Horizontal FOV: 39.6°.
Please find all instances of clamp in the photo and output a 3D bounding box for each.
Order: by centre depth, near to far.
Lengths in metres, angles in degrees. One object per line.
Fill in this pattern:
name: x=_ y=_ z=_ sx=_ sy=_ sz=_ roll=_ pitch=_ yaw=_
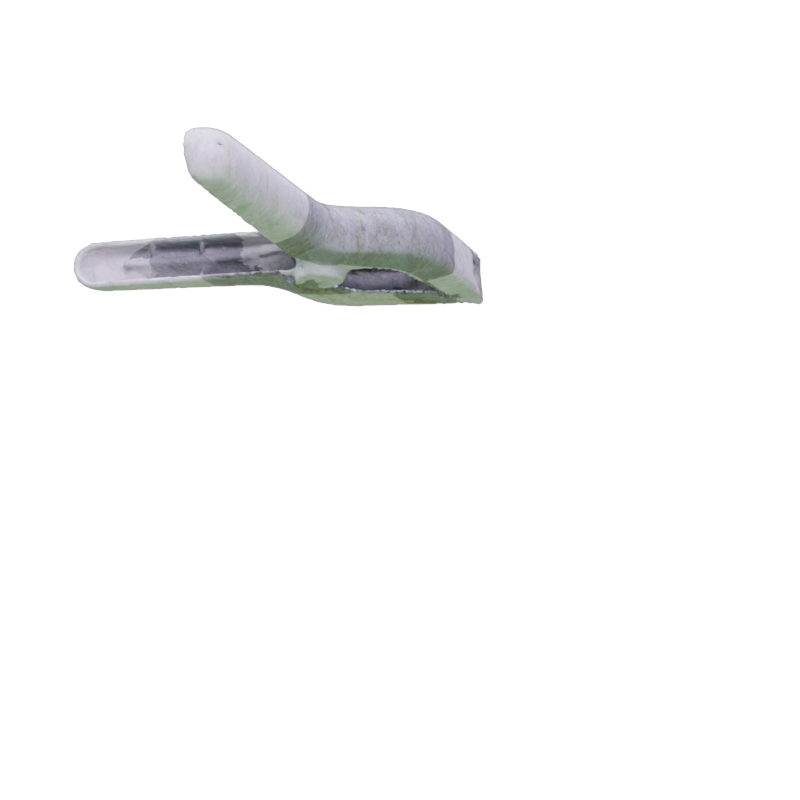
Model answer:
clamp: x=-0.043 y=-0.078 z=0.549 sx=0.203 sy=0.038 sz=0.163 roll=6 pitch=-15 yaw=-22
